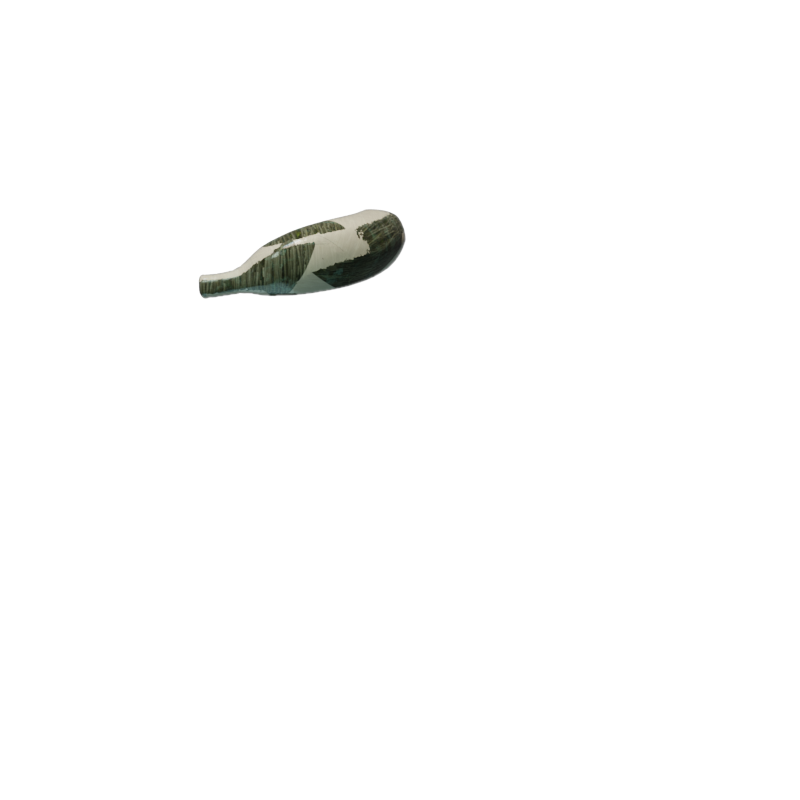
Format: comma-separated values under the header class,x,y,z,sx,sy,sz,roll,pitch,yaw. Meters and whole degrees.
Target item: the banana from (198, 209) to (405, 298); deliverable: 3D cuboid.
class,x,y,z,sx,sy,sz,roll,pitch,yaw
banana,-0.036,-0.089,0.638,0.072,0.036,0.196,7,17,24
